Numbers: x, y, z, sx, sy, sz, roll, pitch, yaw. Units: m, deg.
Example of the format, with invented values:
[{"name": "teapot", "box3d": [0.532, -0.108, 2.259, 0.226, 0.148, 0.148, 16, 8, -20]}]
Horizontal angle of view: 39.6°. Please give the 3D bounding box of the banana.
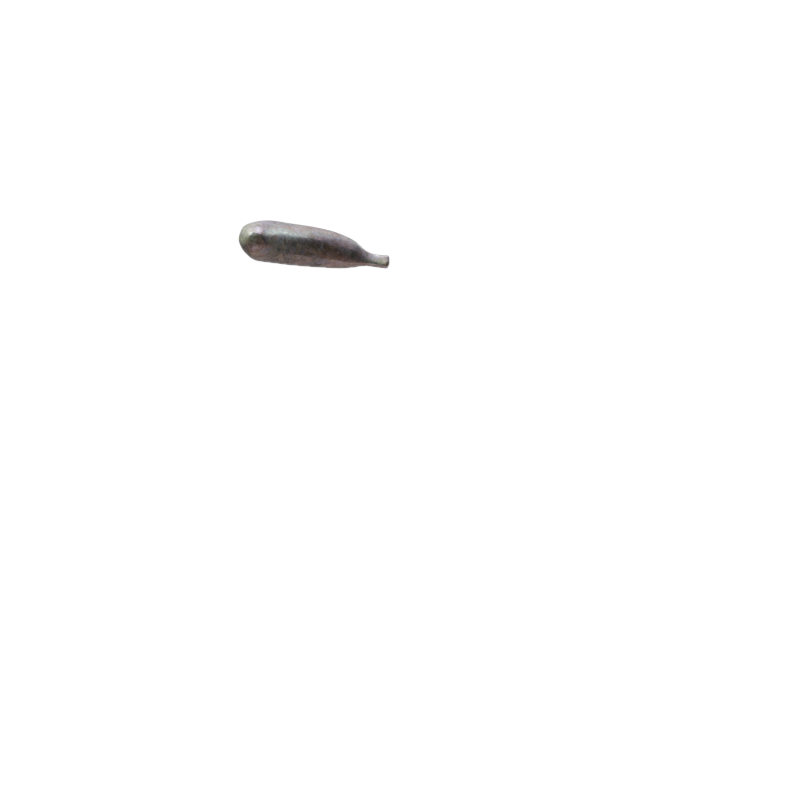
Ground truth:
[{"name": "banana", "box3d": [-0.089, -0.138, 0.973, 0.072, 0.037, 0.190, 1, 2, 34]}]
